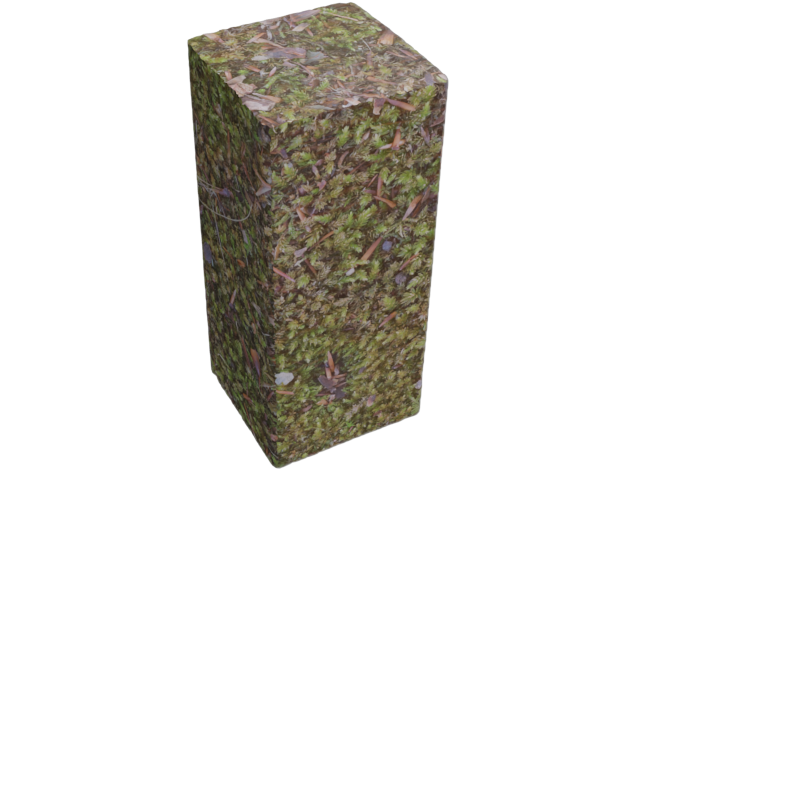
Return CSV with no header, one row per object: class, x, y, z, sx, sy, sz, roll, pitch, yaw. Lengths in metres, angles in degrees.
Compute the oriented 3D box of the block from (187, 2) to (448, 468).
block,-0.043,-0.079,0.554,0.090,0.192,0.097,-19,46,-23
